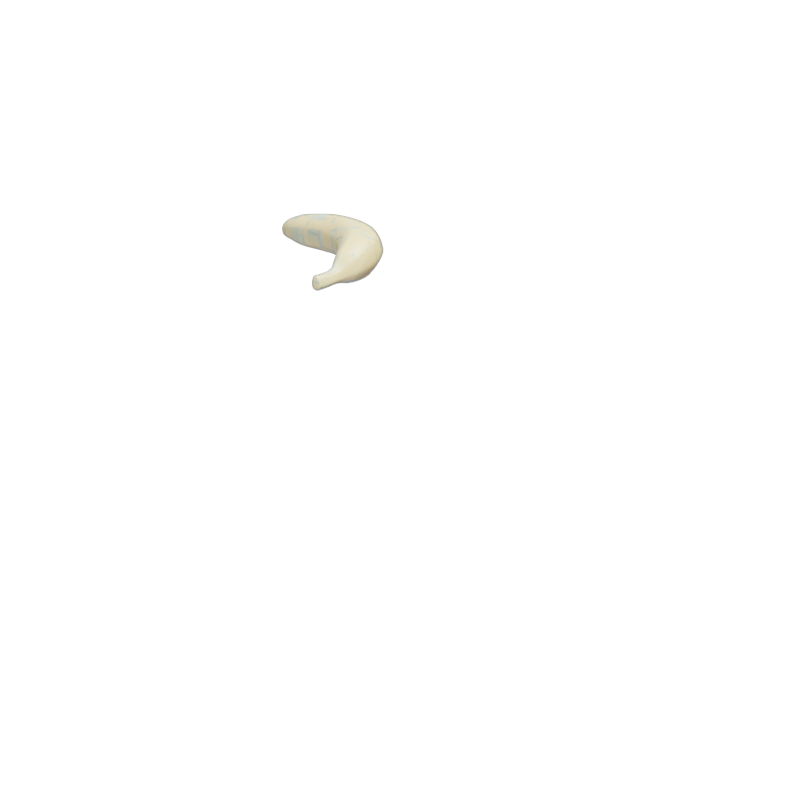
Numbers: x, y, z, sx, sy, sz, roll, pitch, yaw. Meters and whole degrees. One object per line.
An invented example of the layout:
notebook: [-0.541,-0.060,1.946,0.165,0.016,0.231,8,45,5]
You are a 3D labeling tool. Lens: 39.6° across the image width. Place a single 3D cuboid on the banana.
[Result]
banana: [-0.055,-0.134,0.942,0.069,0.035,0.207,-3,19,-11]
